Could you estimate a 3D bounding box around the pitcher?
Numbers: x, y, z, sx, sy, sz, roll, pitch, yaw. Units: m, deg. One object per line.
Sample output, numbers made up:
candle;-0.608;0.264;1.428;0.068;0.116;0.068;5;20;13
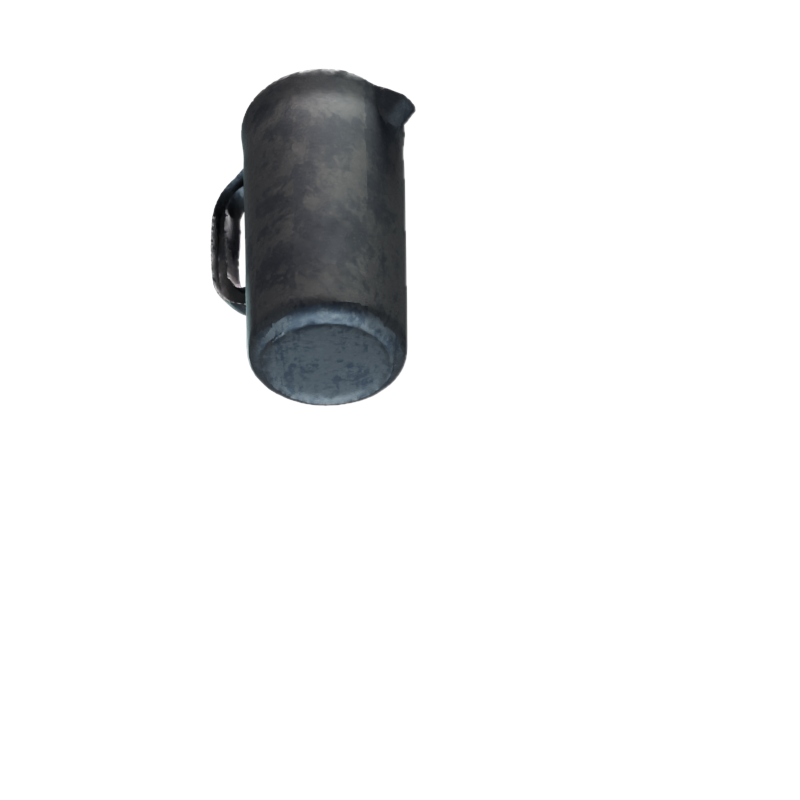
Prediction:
pitcher;-0.064;-0.117;0.823;0.143;0.261;0.141;7;-41;-11
